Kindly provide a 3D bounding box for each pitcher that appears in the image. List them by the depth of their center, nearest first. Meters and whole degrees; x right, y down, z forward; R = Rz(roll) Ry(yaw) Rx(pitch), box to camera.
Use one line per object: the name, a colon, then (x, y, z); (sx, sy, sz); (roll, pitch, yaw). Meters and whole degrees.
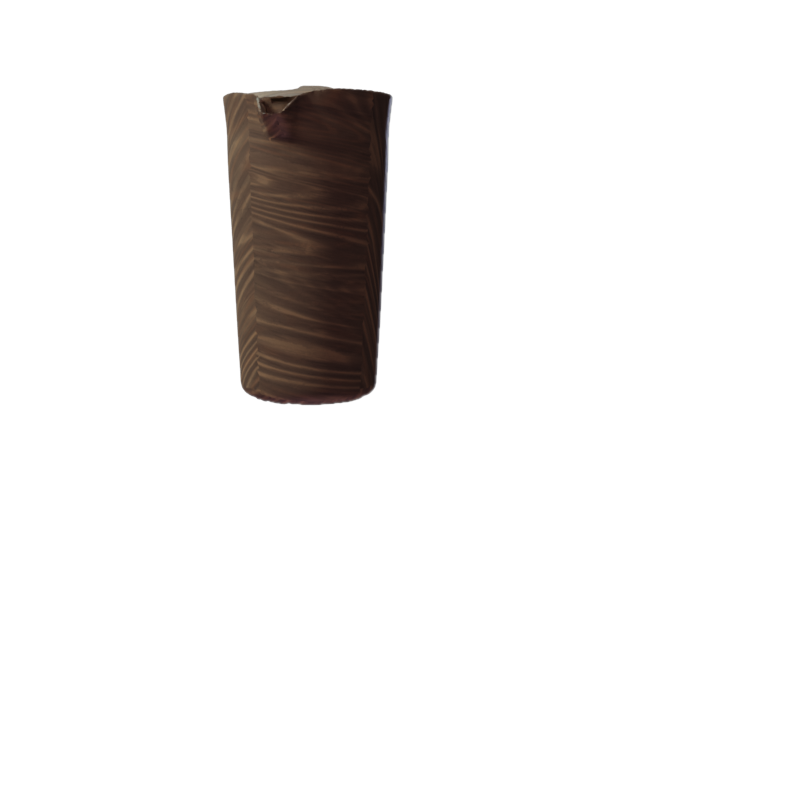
pitcher: (-0.069, -0.126, 0.886); (0.144, 0.241, 0.151); (-2, 5, -30)
